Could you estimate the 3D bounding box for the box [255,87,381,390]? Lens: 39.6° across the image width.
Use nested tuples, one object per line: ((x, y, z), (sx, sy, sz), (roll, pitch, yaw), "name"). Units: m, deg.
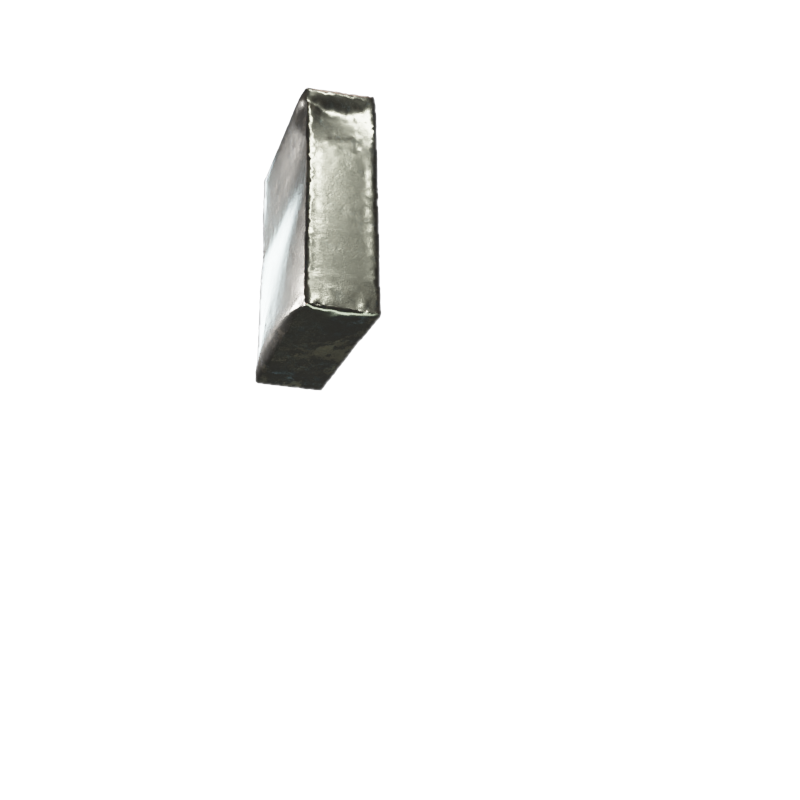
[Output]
((-0.076, -0.138, 0.970), (0.070, 0.227, 0.159), (8, -27, -18), "box")
